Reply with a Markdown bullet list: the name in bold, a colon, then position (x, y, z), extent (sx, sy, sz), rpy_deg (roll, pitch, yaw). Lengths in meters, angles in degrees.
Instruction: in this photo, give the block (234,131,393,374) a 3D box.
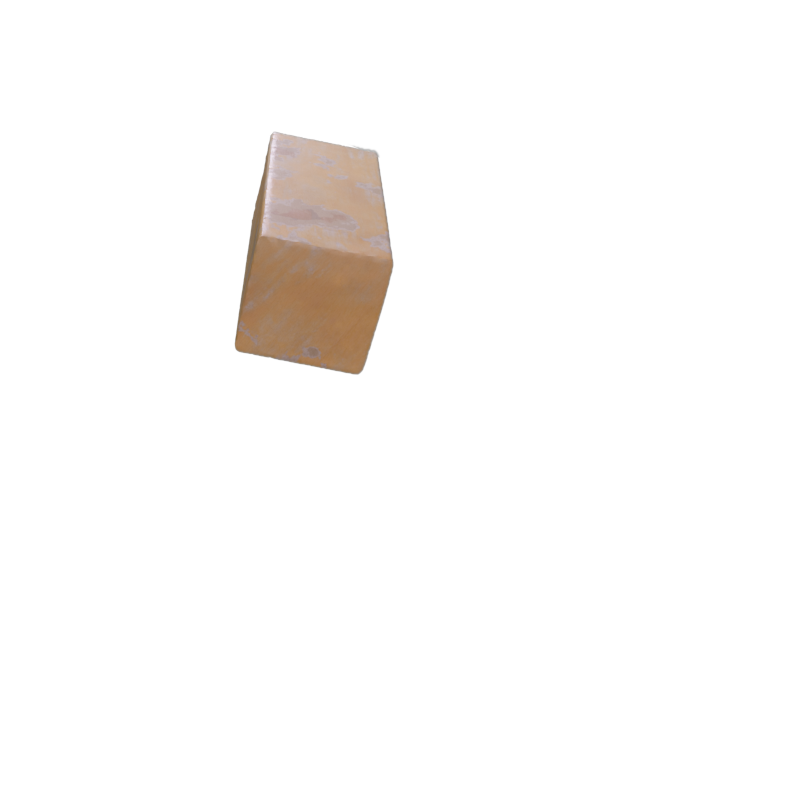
- **block**: position (-0.064, -0.116, 0.816), extent (0.089, 0.086, 0.219), rpy_deg (10, 29, -10)
